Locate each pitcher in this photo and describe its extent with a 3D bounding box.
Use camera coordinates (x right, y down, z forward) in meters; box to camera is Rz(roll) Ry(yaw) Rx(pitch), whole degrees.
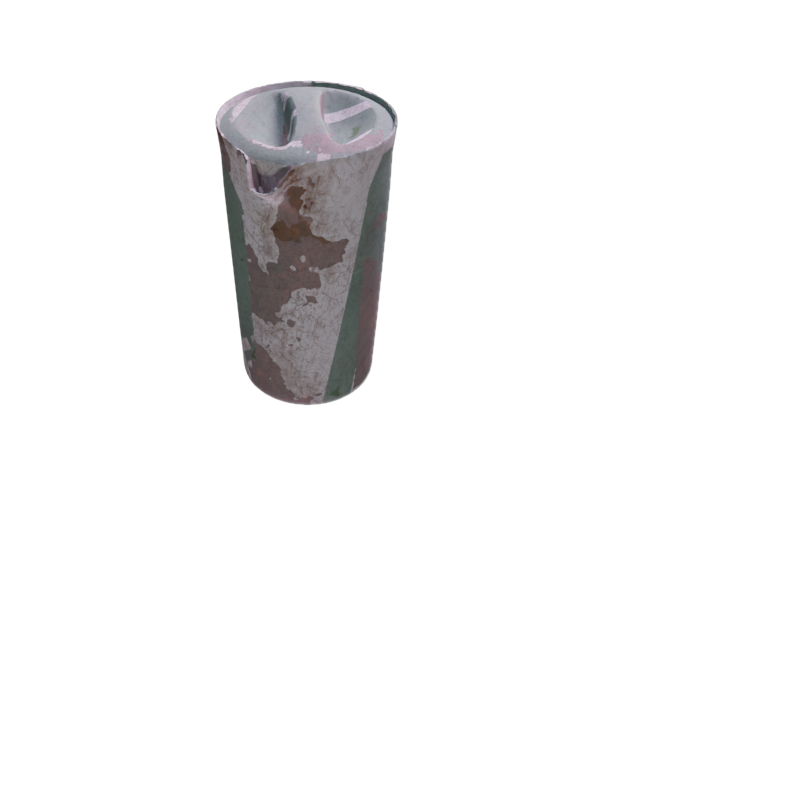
[{"bbox_3d":[-0.069,-0.126,0.880,0.147,0.227,0.157,-15,40,-22],"label":"pitcher"}]
